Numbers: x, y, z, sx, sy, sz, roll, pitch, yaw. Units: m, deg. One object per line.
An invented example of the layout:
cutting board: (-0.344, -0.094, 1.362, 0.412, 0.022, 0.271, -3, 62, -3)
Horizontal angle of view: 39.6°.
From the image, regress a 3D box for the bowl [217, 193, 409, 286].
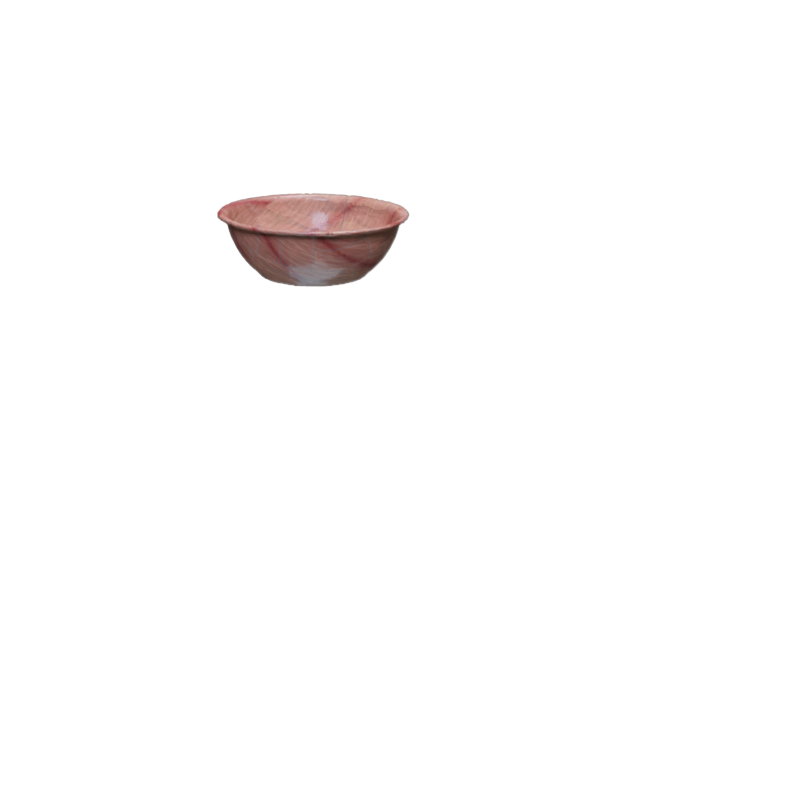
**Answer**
bowl: (-0.073, -0.134, 0.938, 0.162, 0.053, 0.169, -1, 20, -2)
